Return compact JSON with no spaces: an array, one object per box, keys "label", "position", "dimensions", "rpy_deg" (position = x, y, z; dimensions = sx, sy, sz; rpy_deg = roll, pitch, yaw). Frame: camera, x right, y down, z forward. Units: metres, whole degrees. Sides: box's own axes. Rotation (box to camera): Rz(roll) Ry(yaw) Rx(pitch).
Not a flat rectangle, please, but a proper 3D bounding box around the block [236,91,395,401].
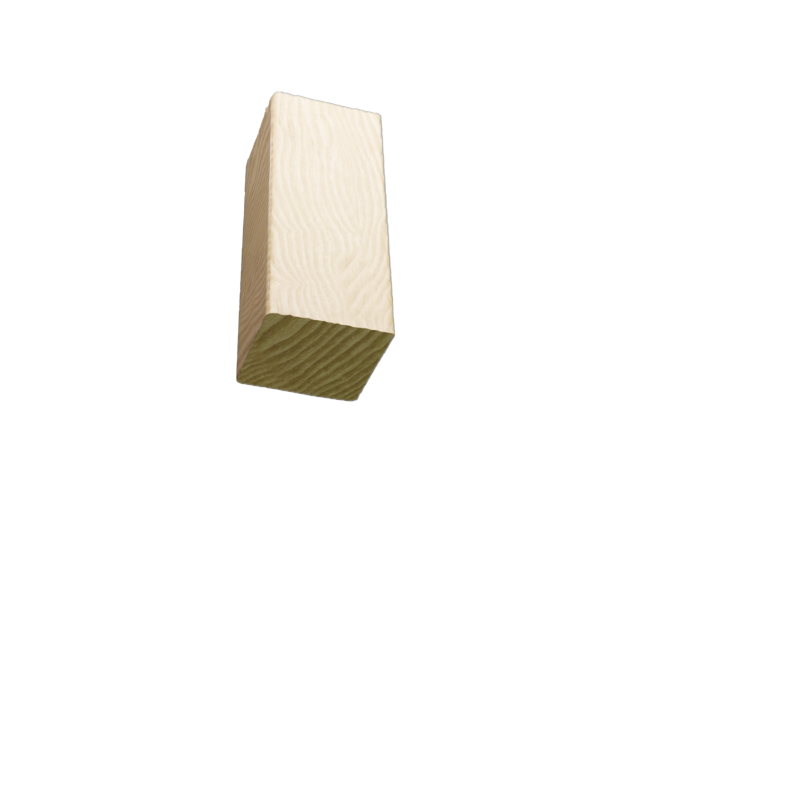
[{"label":"block","position":[-0.064,-0.115,0.808],"dimensions":[0.088,0.221,0.087],"rpy_deg":[9,-38,-16]}]
